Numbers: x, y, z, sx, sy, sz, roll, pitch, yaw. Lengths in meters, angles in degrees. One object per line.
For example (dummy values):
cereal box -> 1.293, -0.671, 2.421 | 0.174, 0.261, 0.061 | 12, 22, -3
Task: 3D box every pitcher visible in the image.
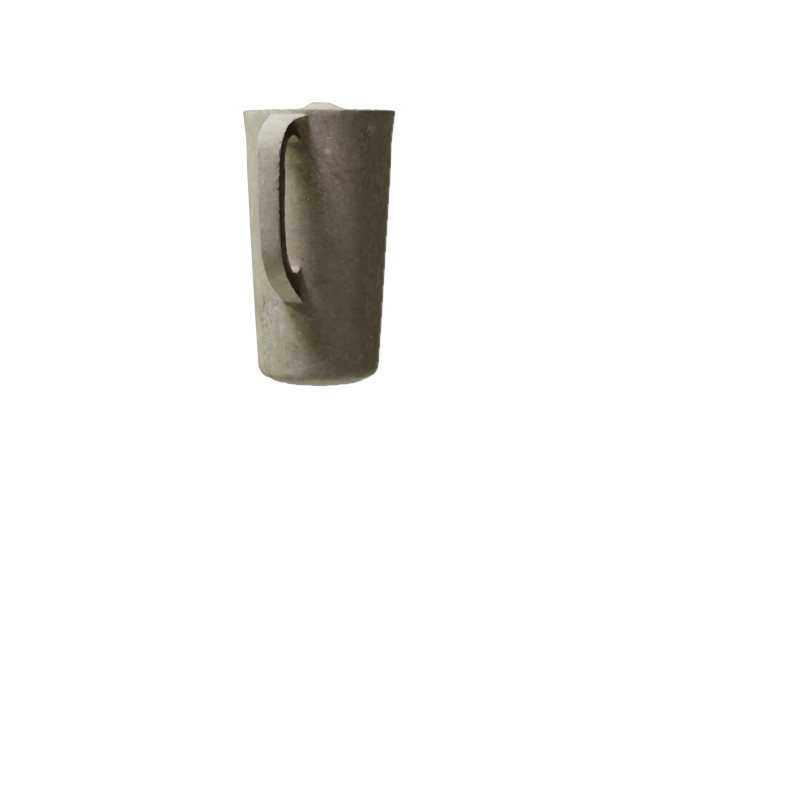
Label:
pitcher -> -0.076, -0.139, 0.972 | 0.145, 0.240, 0.151 | -3, 7, -25
